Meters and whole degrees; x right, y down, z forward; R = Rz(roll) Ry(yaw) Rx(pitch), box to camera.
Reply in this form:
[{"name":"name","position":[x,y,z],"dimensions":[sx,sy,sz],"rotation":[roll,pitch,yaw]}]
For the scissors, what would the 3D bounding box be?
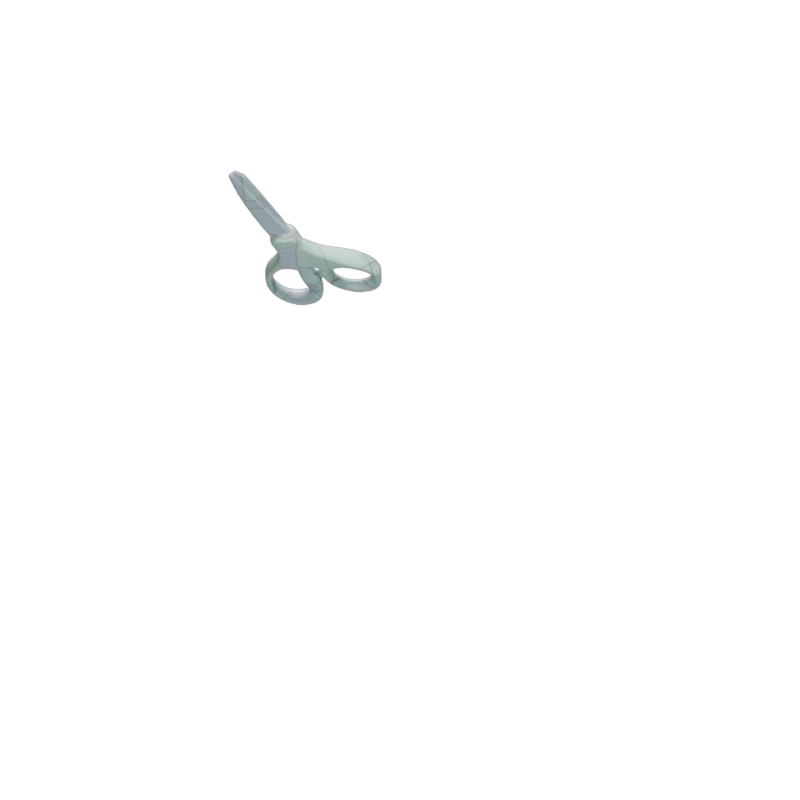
[{"name":"scissors","position":[-0.060,-0.110,0.772],"dimensions":[0.096,0.017,0.192],"rotation":[0,-18,-1]}]
